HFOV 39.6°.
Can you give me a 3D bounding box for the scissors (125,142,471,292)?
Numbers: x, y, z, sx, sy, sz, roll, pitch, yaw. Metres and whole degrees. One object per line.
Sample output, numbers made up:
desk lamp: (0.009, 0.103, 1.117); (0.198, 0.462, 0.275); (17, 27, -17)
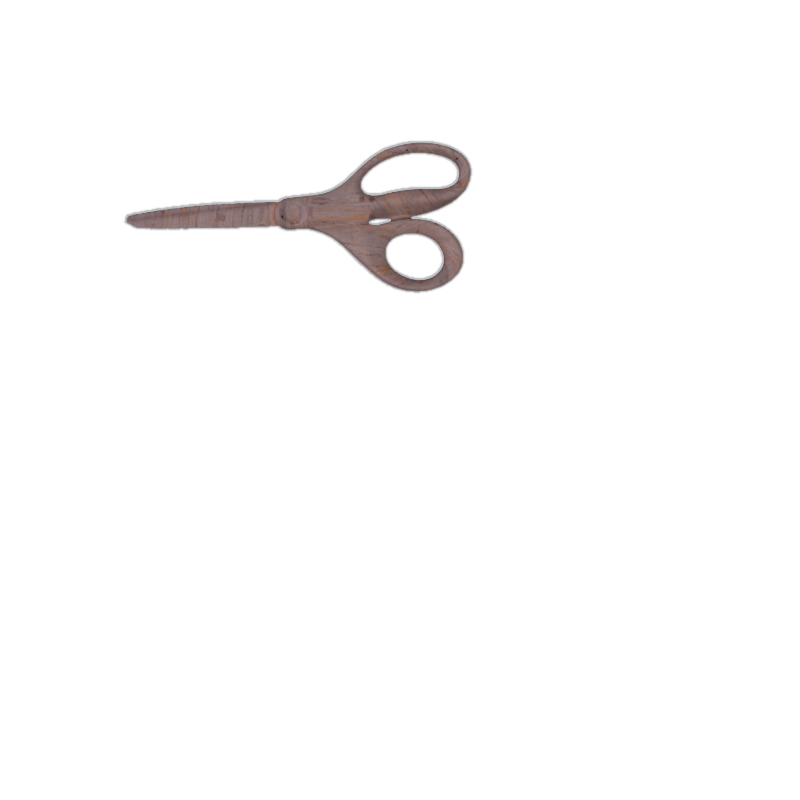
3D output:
scissors: (-0.051, -0.093, 0.649); (0.201, 0.097, 0.016); (-18, -4, -2)
